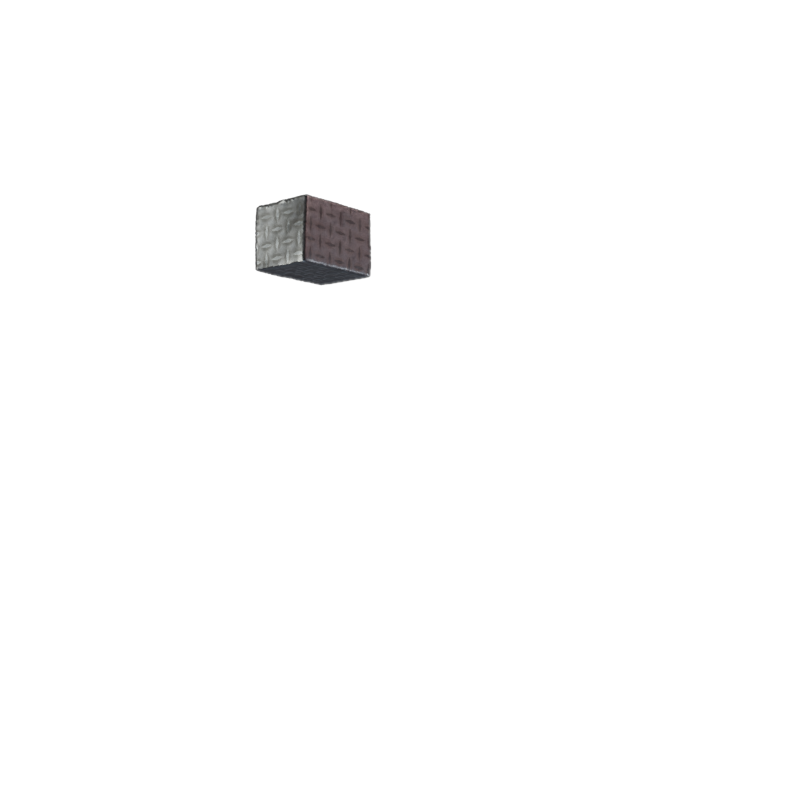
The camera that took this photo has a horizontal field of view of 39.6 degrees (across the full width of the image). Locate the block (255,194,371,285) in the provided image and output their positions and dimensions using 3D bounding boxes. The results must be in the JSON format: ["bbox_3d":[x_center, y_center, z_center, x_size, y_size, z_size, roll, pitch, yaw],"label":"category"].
[{"bbox_3d":[-0.066,-0.120,0.842,0.054,0.053,0.074,-8,-11,39],"label":"block"}]
